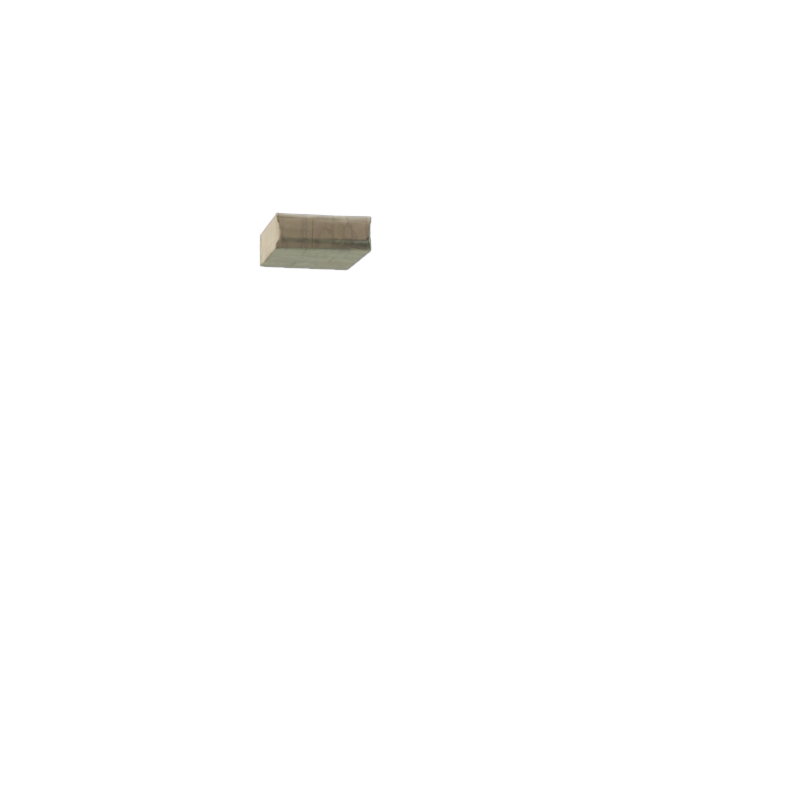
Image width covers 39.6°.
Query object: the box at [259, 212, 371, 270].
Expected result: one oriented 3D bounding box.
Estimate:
[{"bbox_3d":[-0.067,-0.122,0.852,0.072,0.031,0.089,1,-4,-13],"label":"box"}]
